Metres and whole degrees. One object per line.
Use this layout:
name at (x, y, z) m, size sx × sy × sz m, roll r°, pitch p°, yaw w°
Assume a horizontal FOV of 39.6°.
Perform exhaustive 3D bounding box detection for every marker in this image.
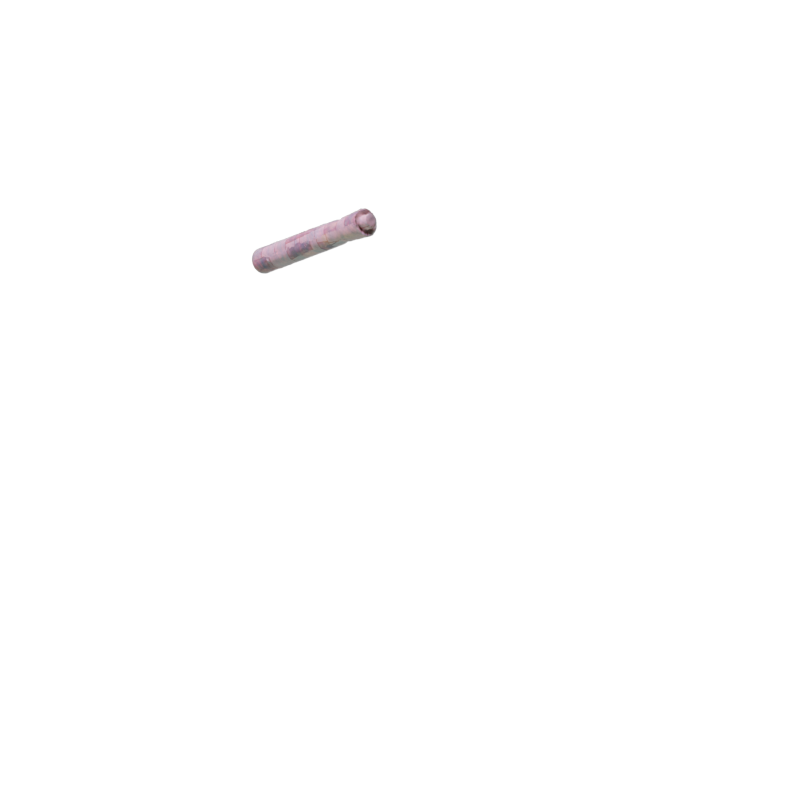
marker at (-0.059, -0.107, 0.750) m, size 0.019 × 0.020 × 0.123 m, roll -3°, pitch -5°, yaw -42°
